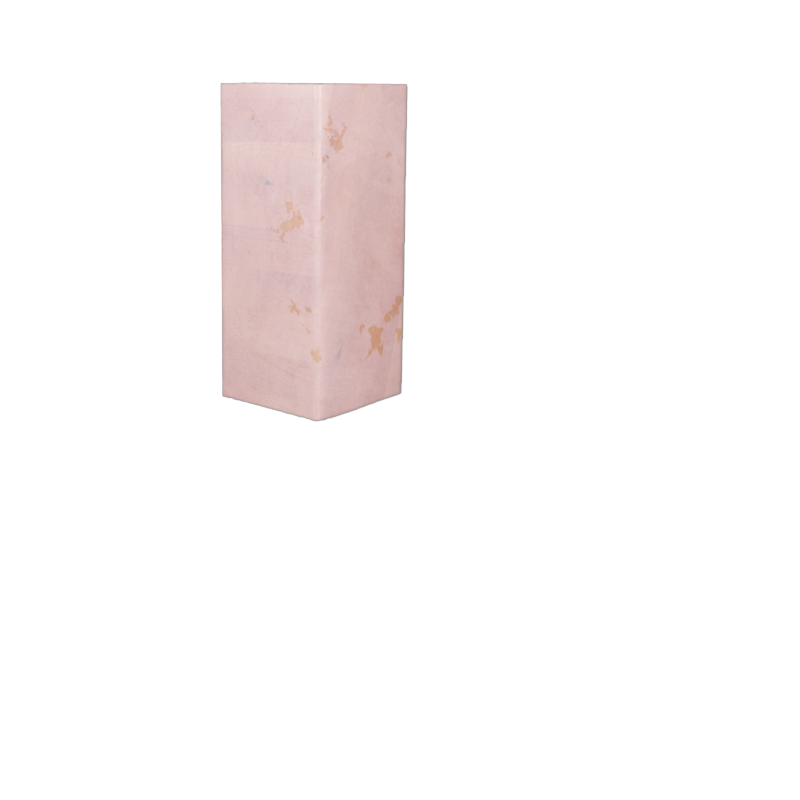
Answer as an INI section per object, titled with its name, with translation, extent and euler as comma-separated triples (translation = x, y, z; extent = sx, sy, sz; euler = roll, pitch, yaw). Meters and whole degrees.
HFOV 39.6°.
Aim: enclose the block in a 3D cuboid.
[block]
translation = -0.056, -0.104, 0.725
extent = 0.095, 0.202, 0.088
euler = 8, 12, 39
